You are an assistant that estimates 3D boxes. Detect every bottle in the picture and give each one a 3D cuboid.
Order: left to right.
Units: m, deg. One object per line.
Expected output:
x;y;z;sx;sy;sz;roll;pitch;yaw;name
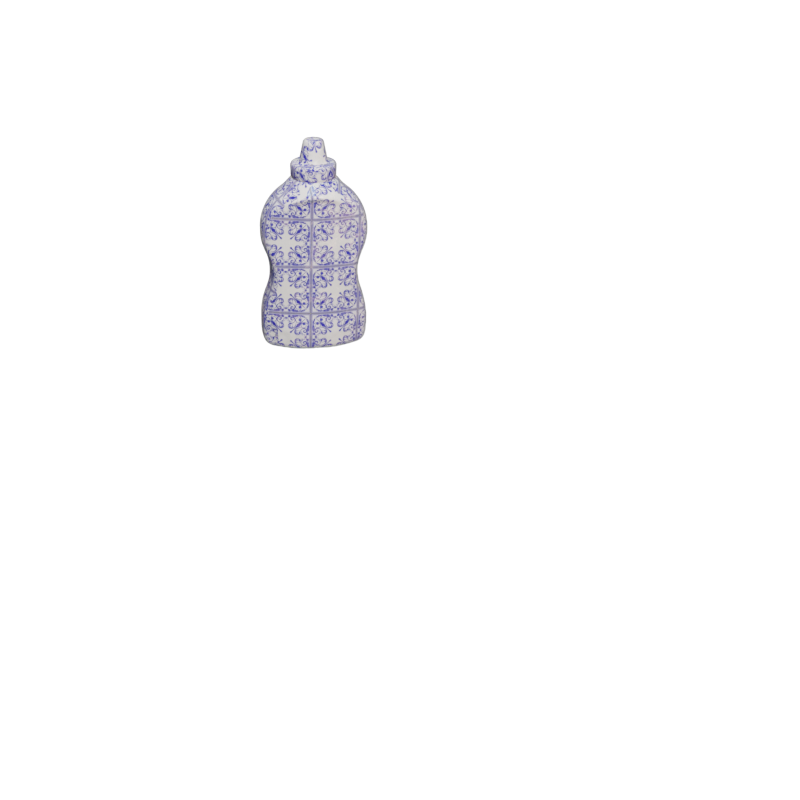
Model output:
-0.078;-0.143;1.000;0.095;0.182;0.062;-1;24;-6;bottle
